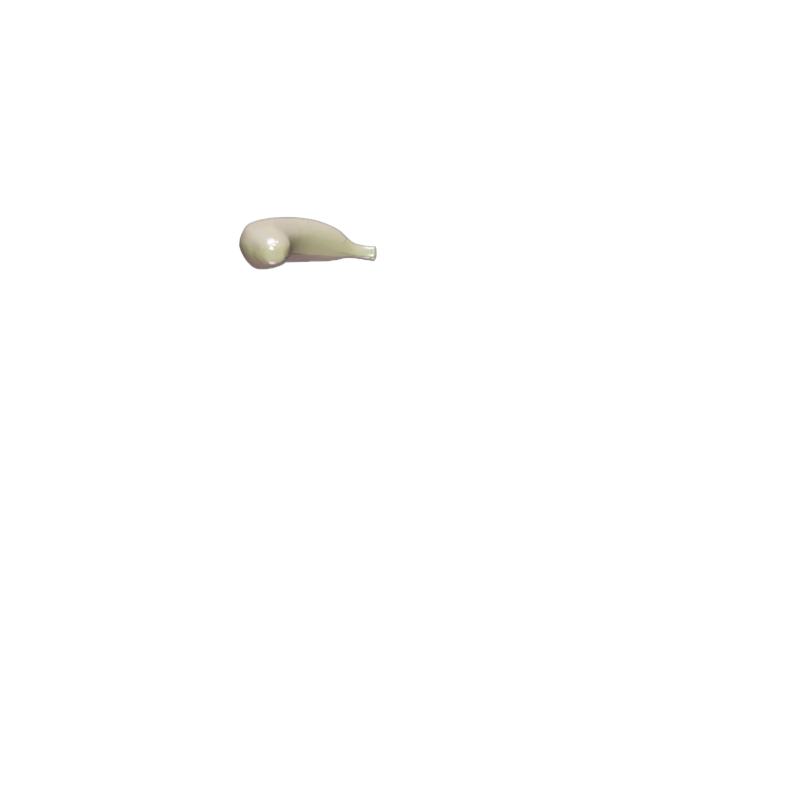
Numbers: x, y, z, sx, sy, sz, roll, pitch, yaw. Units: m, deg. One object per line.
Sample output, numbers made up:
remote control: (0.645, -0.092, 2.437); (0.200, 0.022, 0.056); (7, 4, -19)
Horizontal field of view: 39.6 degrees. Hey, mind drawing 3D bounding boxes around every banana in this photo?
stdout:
banana: (-0.081, -0.120, 0.841); (0.071, 0.036, 0.195); (3, 10, 20)
